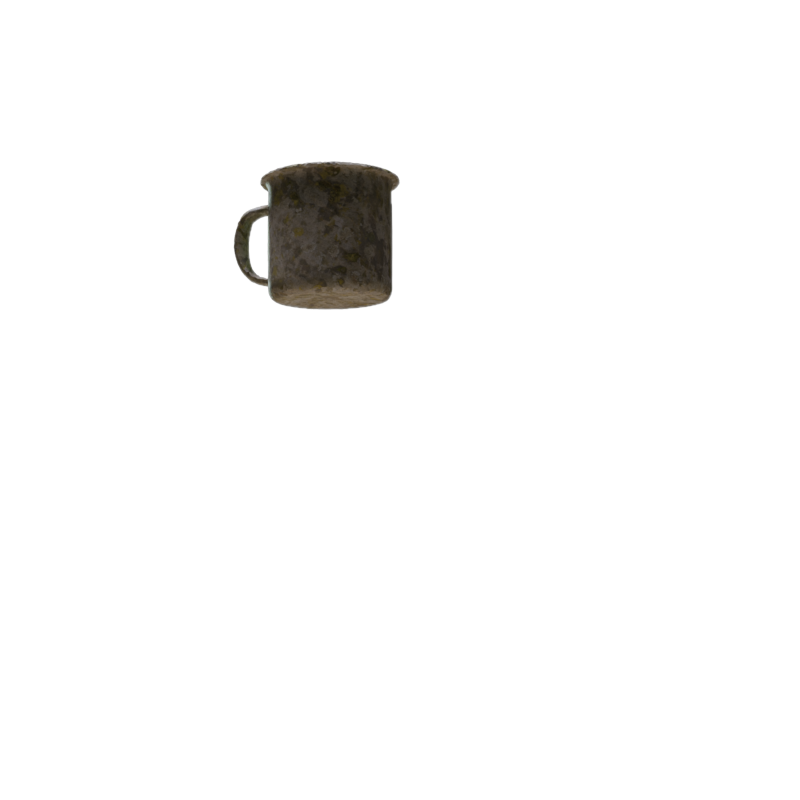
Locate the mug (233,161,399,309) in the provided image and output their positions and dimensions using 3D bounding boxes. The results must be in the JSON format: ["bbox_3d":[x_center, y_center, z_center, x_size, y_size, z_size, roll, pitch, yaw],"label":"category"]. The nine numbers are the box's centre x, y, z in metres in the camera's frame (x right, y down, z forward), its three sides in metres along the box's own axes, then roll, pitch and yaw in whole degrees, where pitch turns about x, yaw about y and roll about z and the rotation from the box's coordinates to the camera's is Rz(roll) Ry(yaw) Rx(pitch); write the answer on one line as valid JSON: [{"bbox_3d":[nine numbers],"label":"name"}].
[{"bbox_3d":[-0.058,-0.105,0.735,0.120,0.084,0.089,-3,-8,21],"label":"mug"}]
